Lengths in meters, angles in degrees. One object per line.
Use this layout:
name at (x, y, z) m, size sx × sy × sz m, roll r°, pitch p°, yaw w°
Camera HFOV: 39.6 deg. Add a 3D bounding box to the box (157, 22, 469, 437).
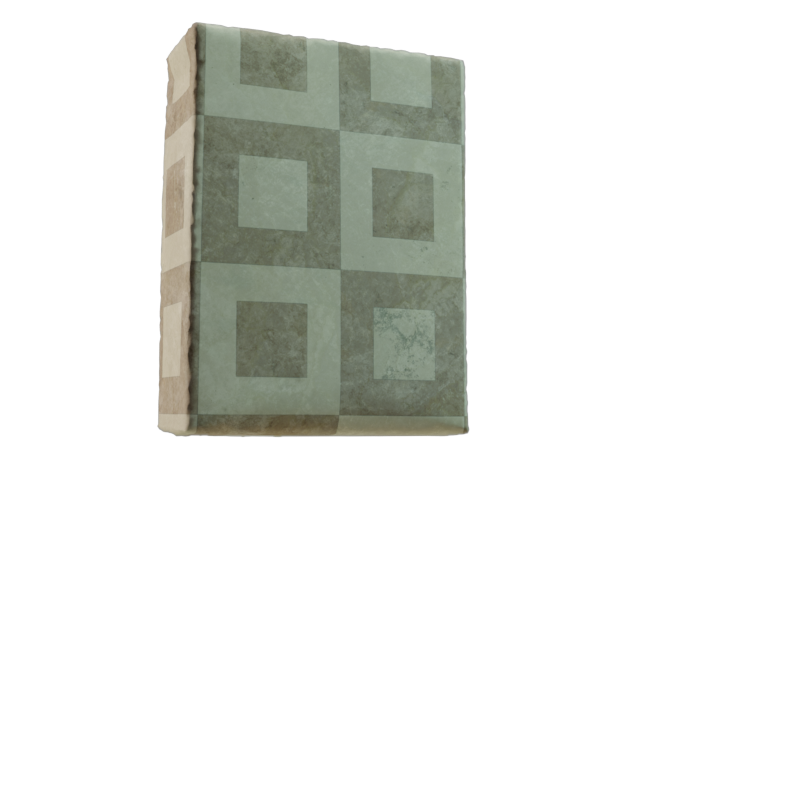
box at (-0.048, -0.088, 0.618) m, size 0.159 × 0.218 × 0.073 m, roll 2°, pitch -9°, yaw -24°
